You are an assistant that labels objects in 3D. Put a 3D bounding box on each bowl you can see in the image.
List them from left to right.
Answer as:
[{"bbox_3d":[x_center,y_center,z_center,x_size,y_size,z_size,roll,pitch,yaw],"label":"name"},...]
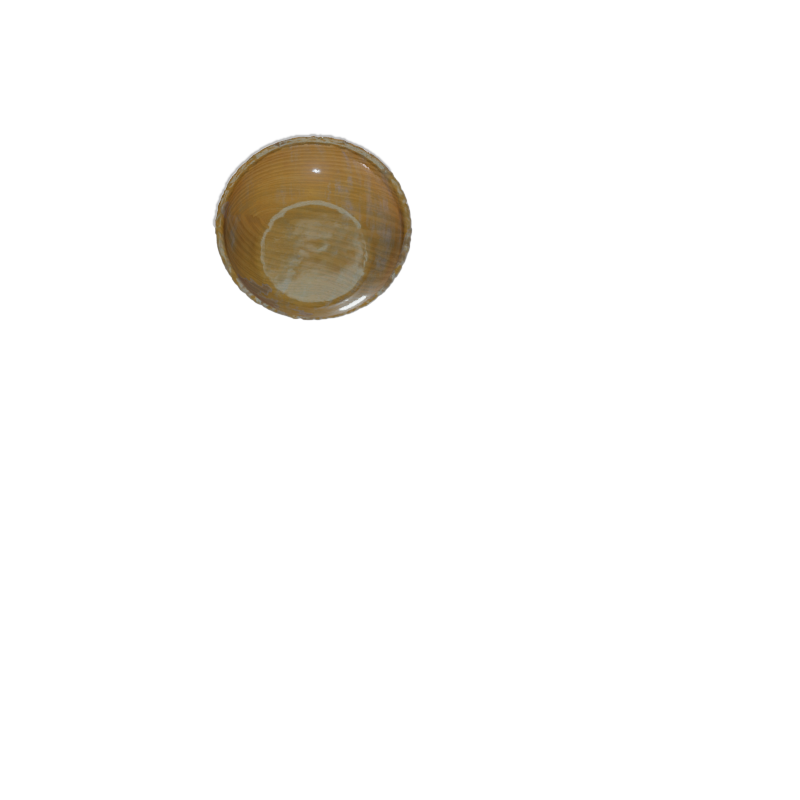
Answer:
[{"bbox_3d":[-0.069,-0.126,0.884,0.162,0.154,0.058,1,23,-1],"label":"bowl"}]
